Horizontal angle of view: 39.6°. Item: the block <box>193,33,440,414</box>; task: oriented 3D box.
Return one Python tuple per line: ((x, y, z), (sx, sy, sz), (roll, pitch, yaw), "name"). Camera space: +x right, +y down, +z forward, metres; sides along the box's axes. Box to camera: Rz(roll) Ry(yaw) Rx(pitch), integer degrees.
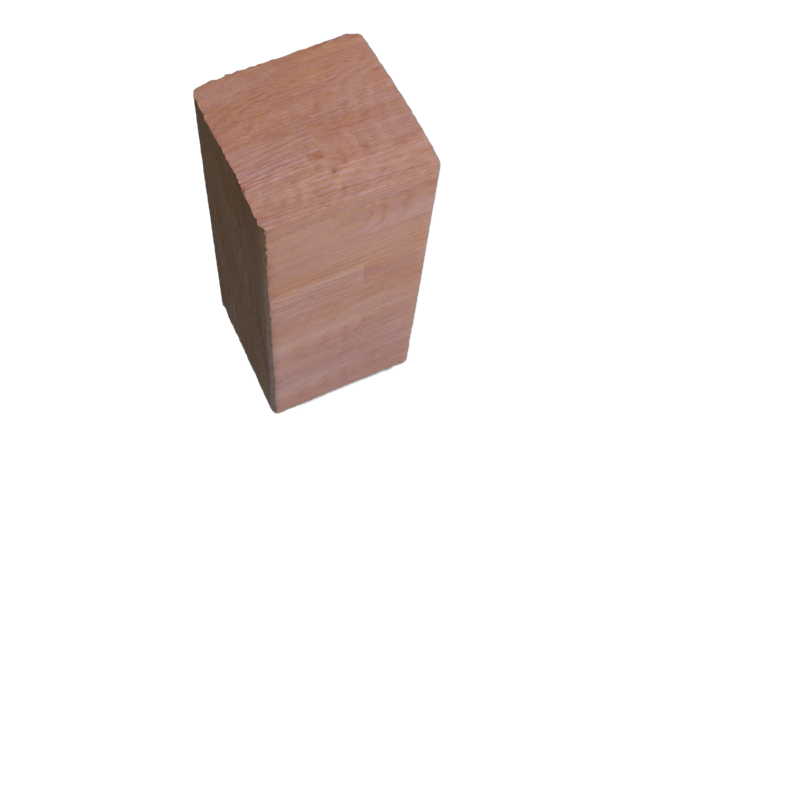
((-0.047, -0.086, 0.595), (0.090, 0.096, 0.195), (-22, -22, -13), "block")
